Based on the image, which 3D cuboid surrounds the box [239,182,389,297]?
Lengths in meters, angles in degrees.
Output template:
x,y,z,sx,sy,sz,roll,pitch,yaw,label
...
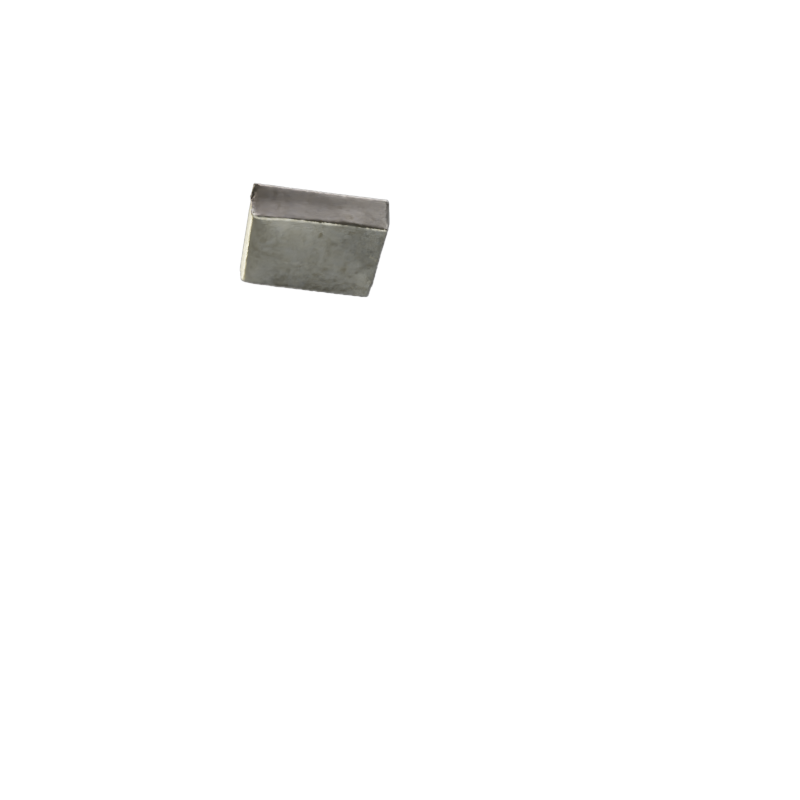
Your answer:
x,y,z,sx,sy,sz,roll,pitch,yaw,label
-0.071,-0.130,0.909,0.112,0.042,0.085,6,-37,-8,box
